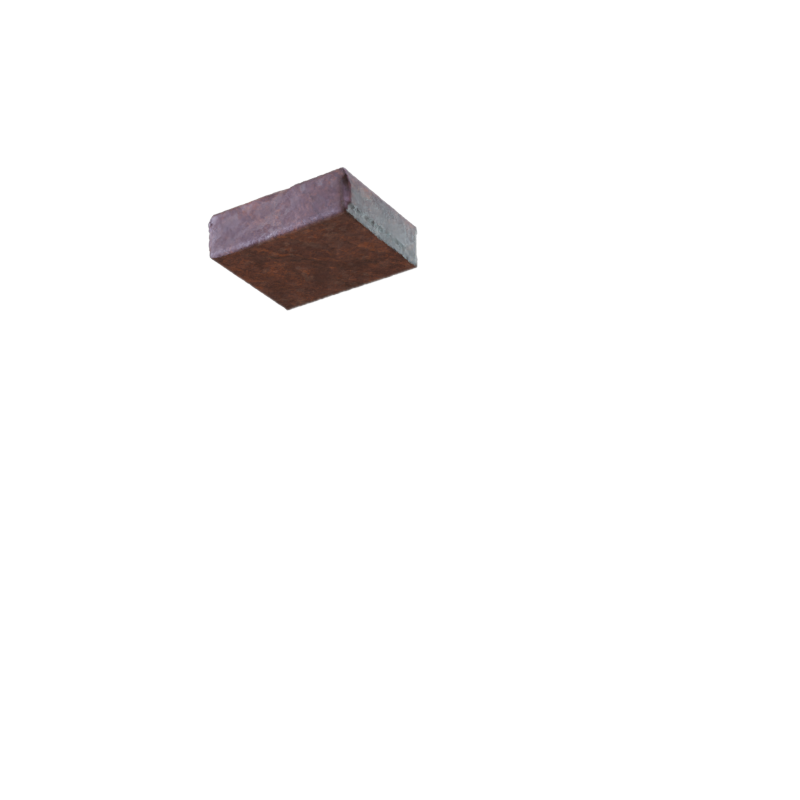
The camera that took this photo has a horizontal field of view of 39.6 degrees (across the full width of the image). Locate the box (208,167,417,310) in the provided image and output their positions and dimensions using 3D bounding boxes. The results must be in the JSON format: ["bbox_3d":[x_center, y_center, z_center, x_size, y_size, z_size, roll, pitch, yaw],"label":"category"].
[{"bbox_3d":[-0.047,-0.085,0.594,0.090,0.032,0.068,-15,-28,29],"label":"box"}]
